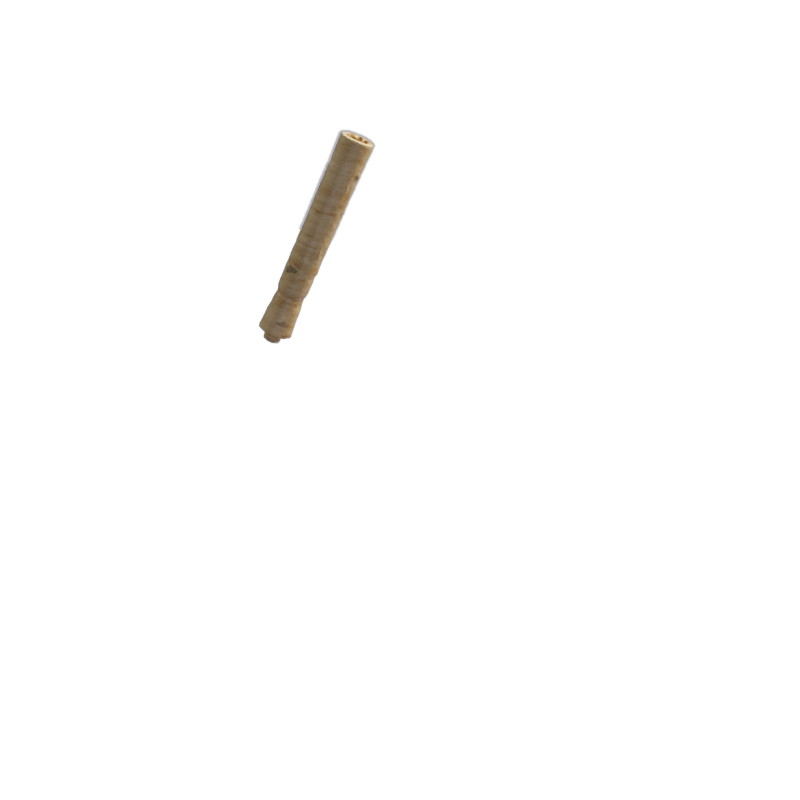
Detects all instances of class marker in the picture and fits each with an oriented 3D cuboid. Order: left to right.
[{"bbox_3d":[-0.046,-0.083,0.585,0.019,0.118,0.021,22,18,-11],"label":"marker"}]
